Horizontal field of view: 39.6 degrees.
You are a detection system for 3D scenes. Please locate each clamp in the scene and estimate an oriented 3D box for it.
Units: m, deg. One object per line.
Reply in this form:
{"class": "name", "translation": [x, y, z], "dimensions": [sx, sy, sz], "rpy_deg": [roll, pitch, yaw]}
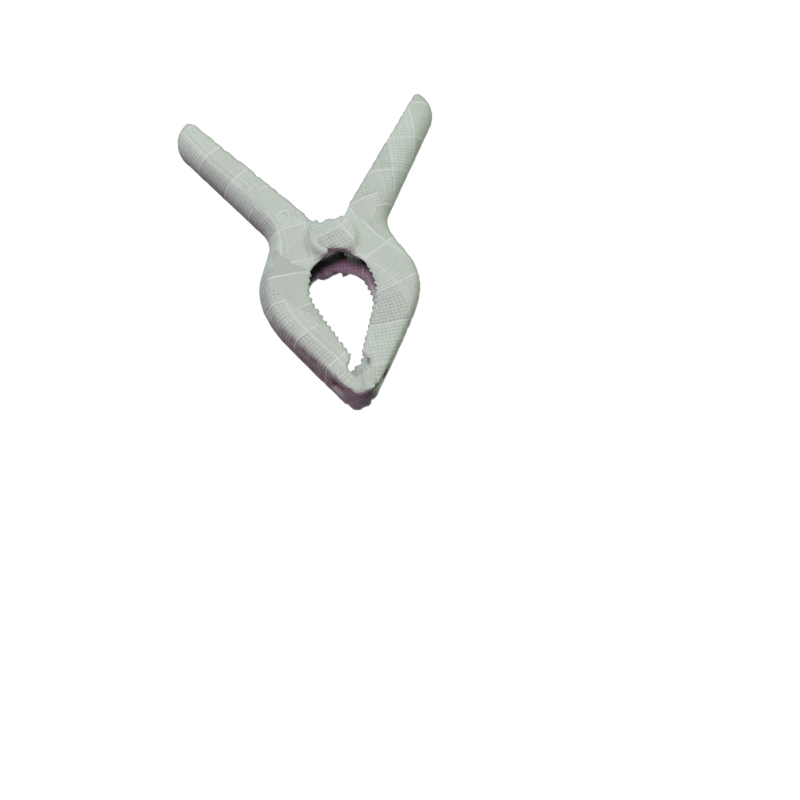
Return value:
{"class": "clamp", "translation": [-0.053, -0.096, 0.673], "dimensions": [0.164, 0.223, 0.034], "rpy_deg": [-4, -28, -2]}
